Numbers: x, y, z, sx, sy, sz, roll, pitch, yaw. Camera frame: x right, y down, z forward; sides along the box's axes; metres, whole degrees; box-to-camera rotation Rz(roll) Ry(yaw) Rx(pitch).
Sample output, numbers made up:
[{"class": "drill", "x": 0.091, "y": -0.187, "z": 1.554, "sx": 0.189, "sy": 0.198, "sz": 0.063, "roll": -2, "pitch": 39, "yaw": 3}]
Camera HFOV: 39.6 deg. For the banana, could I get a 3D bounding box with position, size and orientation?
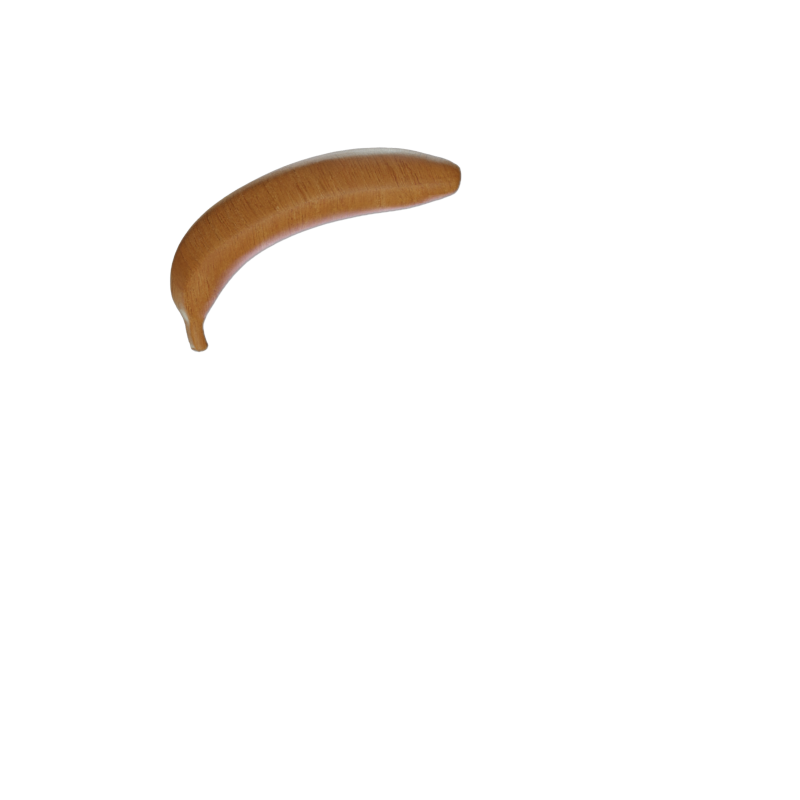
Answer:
[{"class": "banana", "x": -0.063, "y": -0.098, "z": 0.622, "sx": 0.197, "sy": 0.039, "sz": 0.065, "roll": -28, "pitch": -51, "yaw": 24}]
